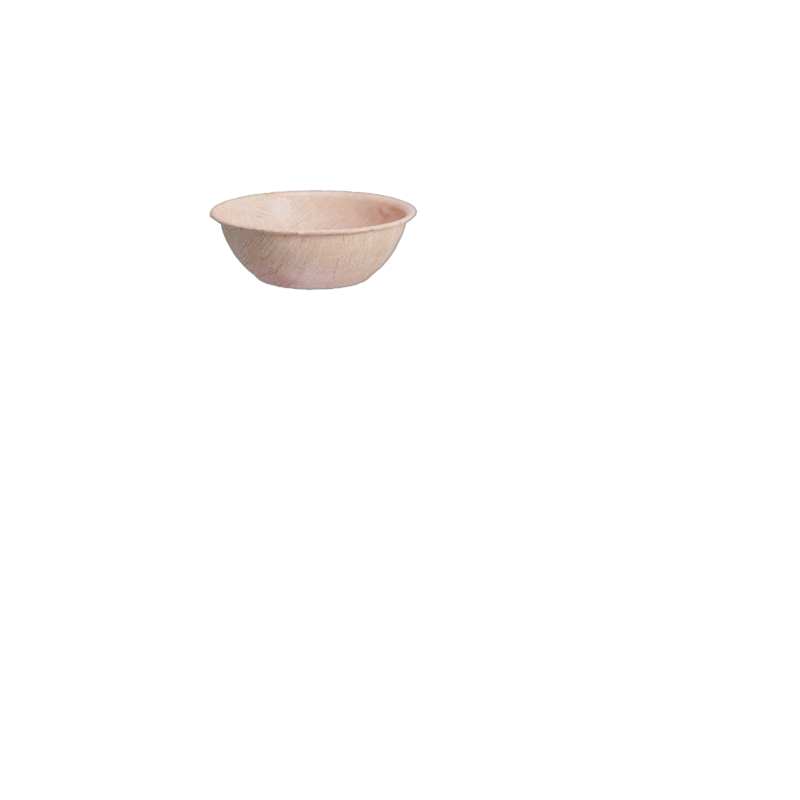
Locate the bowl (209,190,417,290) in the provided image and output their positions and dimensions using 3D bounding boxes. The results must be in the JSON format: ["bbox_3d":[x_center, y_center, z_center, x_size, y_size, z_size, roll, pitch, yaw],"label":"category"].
[{"bbox_3d":[-0.068,-0.125,0.872,0.162,0.053,0.169,-1,20,-2],"label":"bowl"}]
